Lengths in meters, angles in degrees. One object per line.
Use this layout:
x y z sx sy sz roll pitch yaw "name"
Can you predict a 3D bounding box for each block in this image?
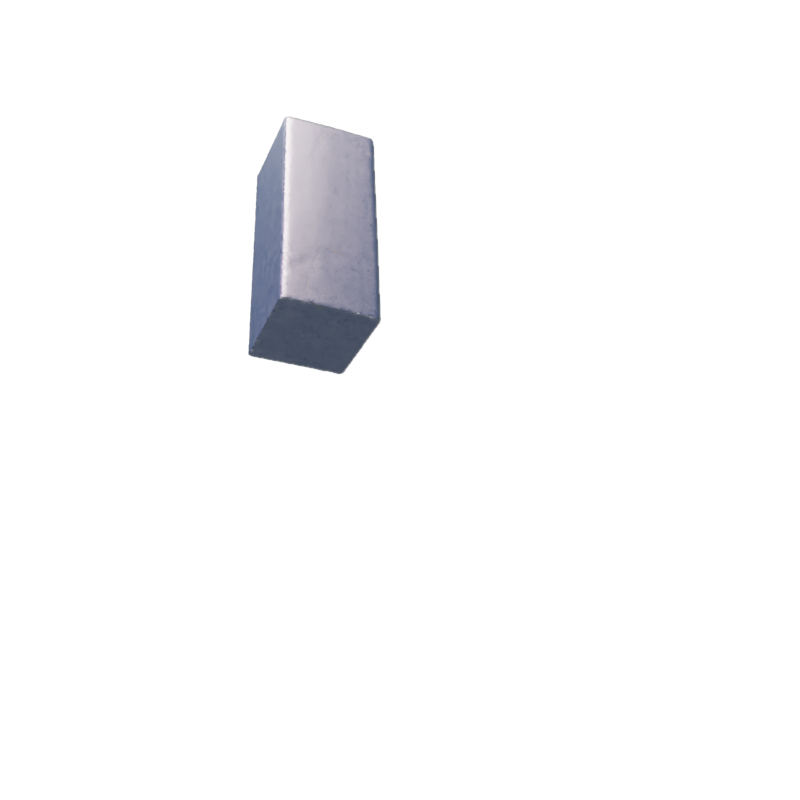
-0.076 -0.140 0.984 0.087 0.221 0.087 12 -39 -19 "block"
